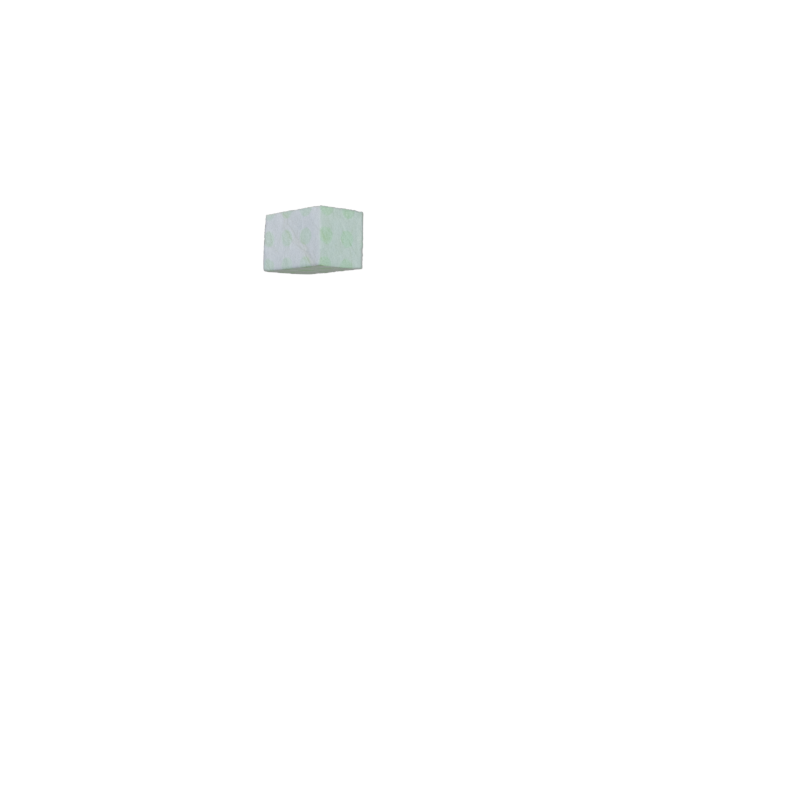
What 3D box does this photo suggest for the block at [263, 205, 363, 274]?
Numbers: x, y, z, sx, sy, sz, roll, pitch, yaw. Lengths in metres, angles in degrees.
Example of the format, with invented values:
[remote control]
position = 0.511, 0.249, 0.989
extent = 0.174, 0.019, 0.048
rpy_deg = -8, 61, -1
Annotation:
[block]
position = -0.076, -0.139, 0.976
extent = 0.050, 0.052, 0.081
rpy_deg = 3, -3, -44
